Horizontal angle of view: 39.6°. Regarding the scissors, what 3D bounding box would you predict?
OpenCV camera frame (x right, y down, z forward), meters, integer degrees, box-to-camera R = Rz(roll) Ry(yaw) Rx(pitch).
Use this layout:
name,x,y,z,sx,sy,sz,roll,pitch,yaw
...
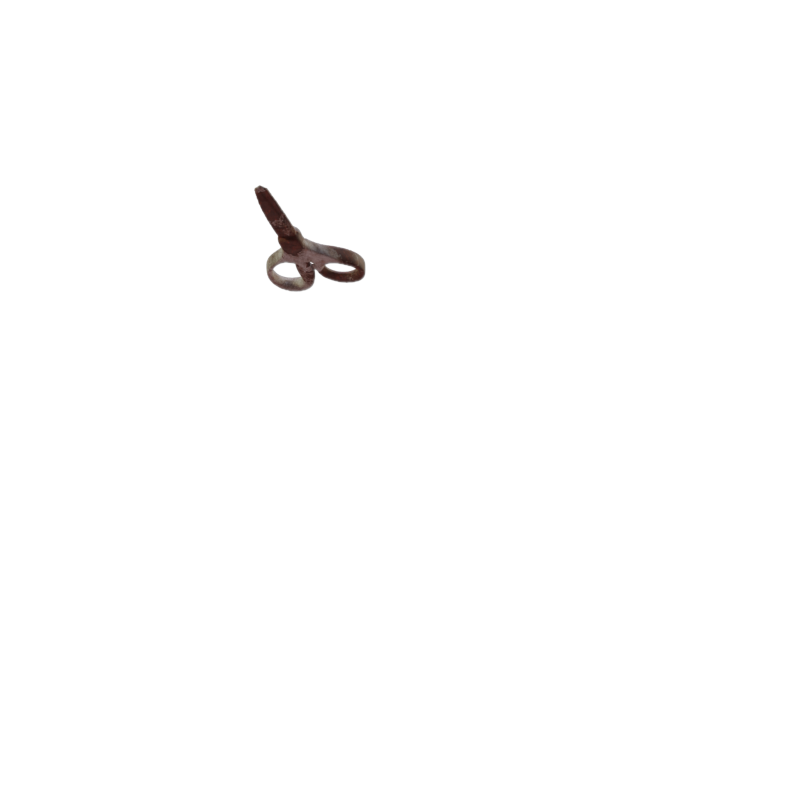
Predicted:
name,x,y,z,sx,sy,sz,roll,pitch,yaw
scissors,-0.072,-0.131,0.917,0.096,0.016,0.194,2,-16,-6
